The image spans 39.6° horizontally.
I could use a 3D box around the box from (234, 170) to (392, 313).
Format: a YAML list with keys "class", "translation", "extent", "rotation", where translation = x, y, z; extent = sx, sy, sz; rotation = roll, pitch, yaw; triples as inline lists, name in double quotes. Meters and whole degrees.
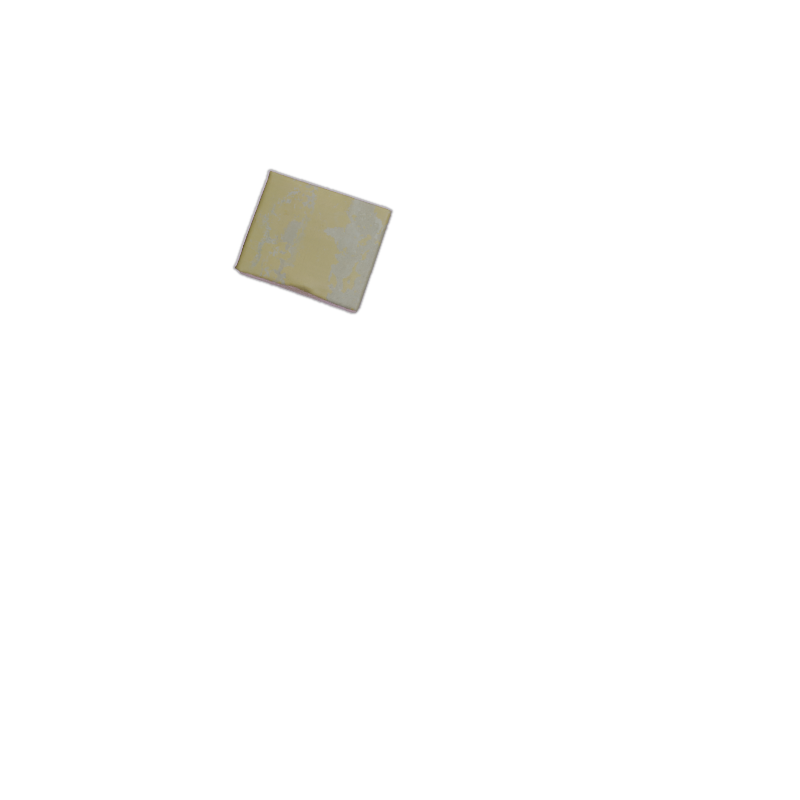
- class: "box"
  translation: [-0.059, -0.108, 0.754]
  extent: [0.090, 0.074, 0.030]
  rotation: [19, -6, 2]
